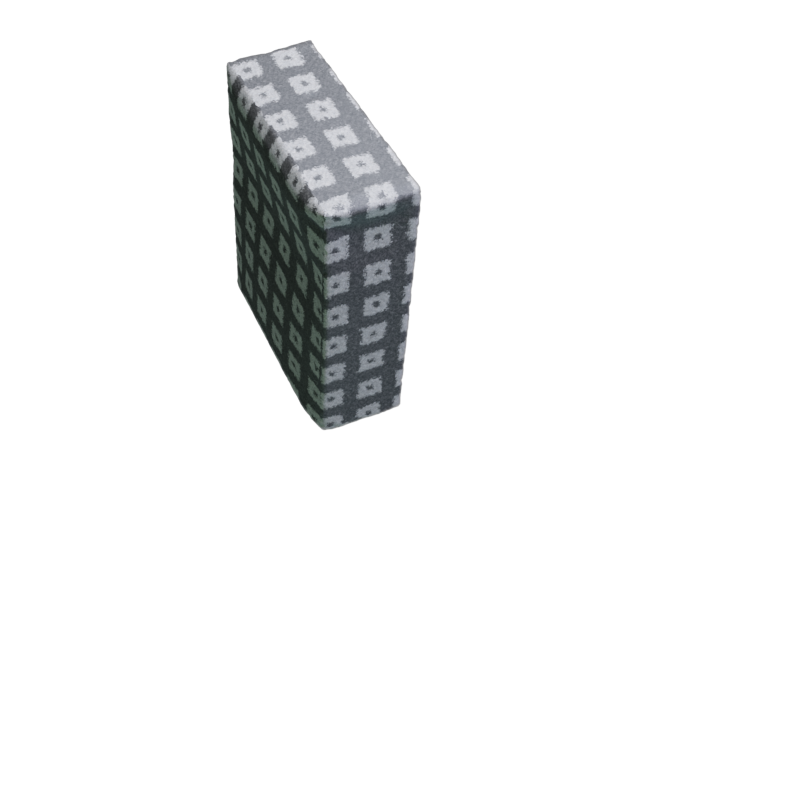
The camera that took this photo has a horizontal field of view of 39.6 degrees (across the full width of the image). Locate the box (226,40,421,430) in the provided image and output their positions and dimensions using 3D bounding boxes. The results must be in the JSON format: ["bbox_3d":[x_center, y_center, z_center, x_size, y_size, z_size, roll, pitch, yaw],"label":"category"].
[{"bbox_3d":[-0.059,-0.108,0.757,0.071,0.177,0.199,-18,-37,-18],"label":"box"}]
